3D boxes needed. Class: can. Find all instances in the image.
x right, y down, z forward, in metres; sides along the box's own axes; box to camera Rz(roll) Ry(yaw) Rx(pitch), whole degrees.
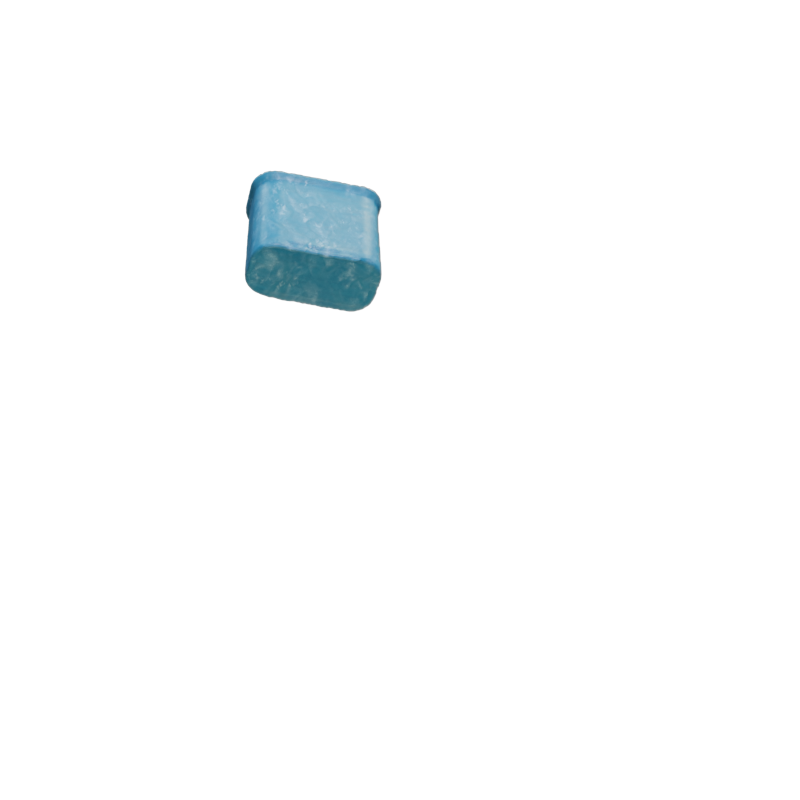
[{"bbox_3d":[-0.064,-0.118,0.823,0.100,0.090,0.054,9,-47,-10],"label":"can"}]
